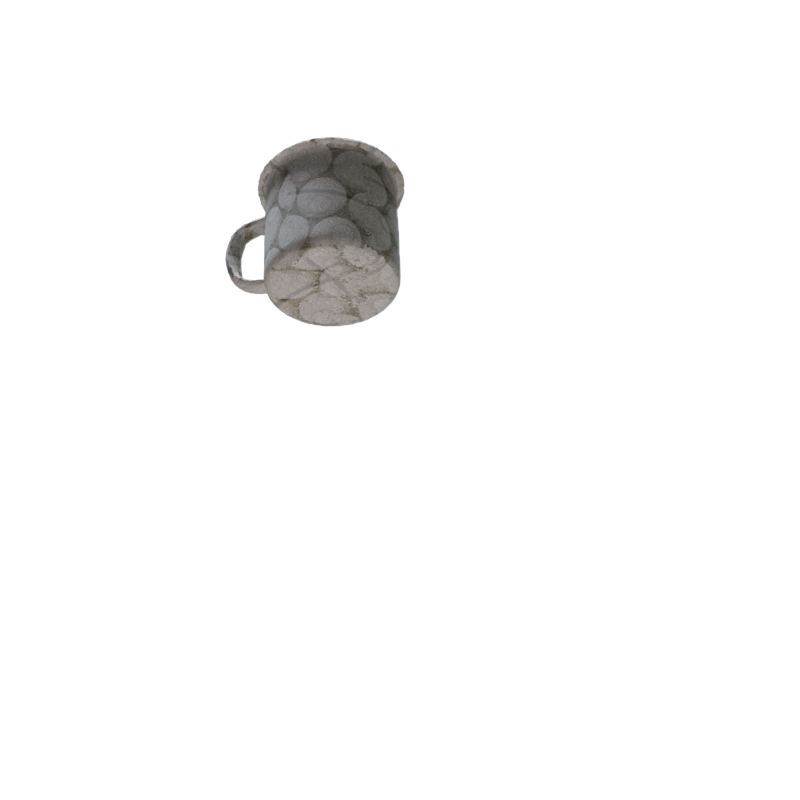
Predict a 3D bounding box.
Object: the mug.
[{"bbox_3d":[-0.053,-0.097,0.680,0.118,0.087,0.086,-12,-37,14],"label":"mug"}]
